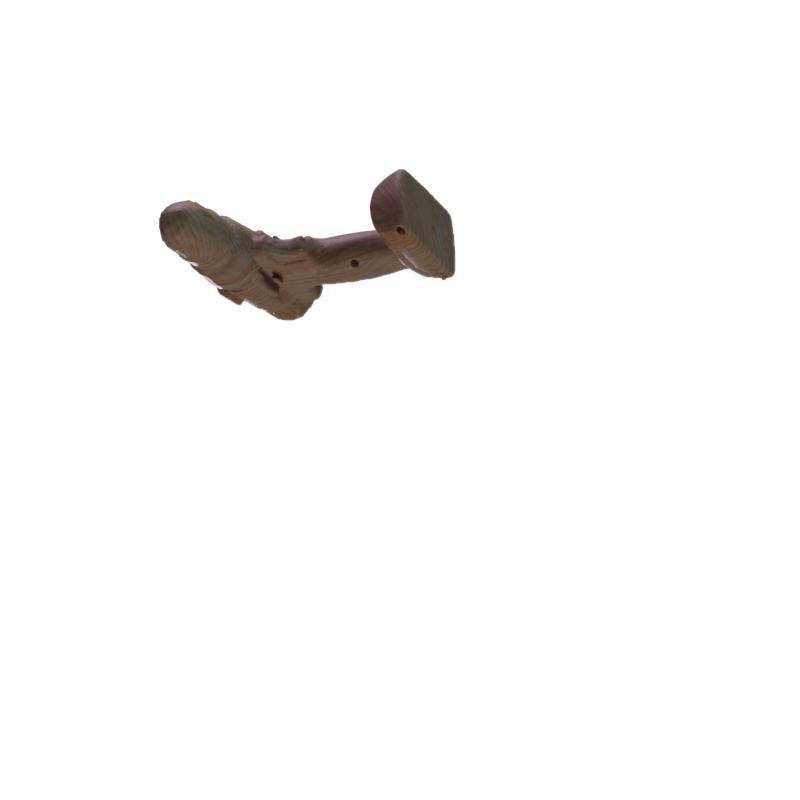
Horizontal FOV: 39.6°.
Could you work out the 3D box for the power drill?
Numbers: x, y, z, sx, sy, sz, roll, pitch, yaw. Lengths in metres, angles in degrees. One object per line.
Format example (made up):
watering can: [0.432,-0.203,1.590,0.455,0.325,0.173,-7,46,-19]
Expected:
power drill: [-0.066,-0.120,0.843,0.191,0.060,0.172,-9,-19,26]
